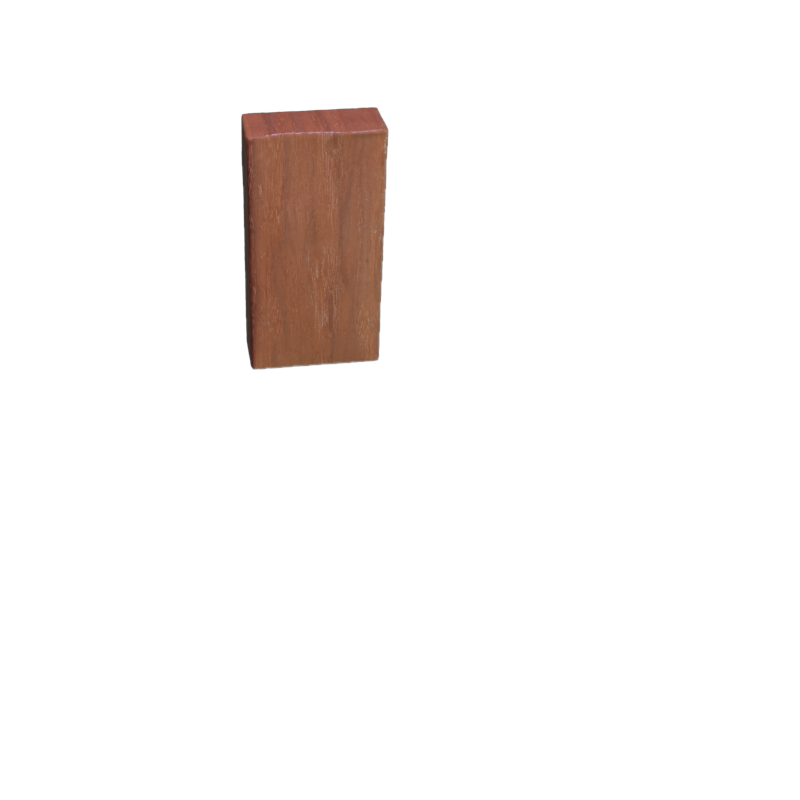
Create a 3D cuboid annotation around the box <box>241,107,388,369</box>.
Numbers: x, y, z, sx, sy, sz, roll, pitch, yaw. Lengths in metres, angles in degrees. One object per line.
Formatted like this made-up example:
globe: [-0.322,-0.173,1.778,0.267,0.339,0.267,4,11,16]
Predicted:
box: [-0.059,-0.106,0.746,0.092,0.165,0.052,-4,33,-9]
